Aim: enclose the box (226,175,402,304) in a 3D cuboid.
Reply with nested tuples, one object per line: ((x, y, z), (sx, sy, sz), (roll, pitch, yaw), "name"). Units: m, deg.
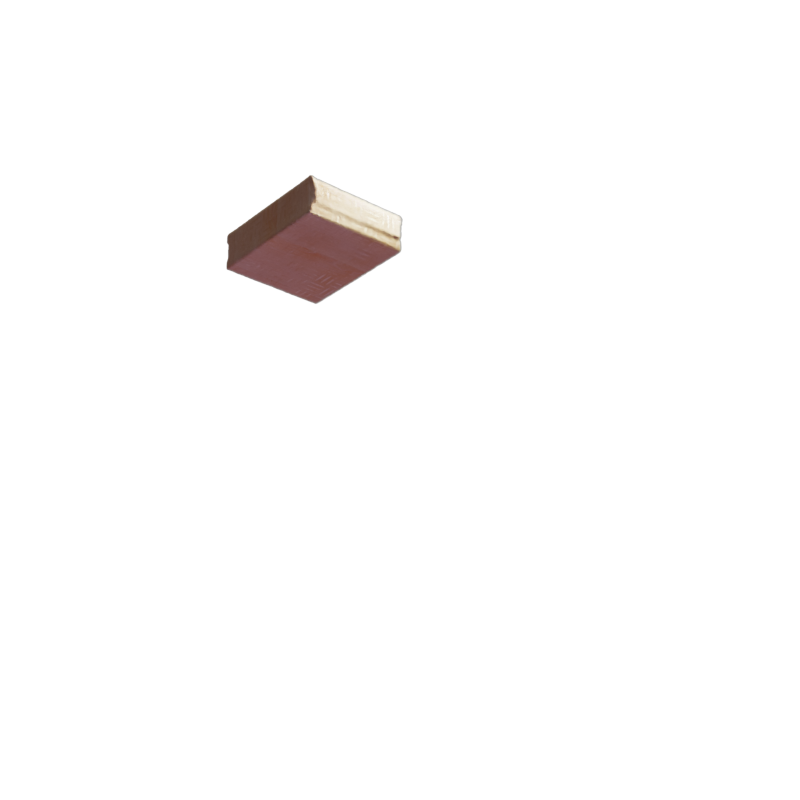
((-0.054, -0.099, 0.691), (0.069, 0.032, 0.089), (20, -33, -35), "box")
